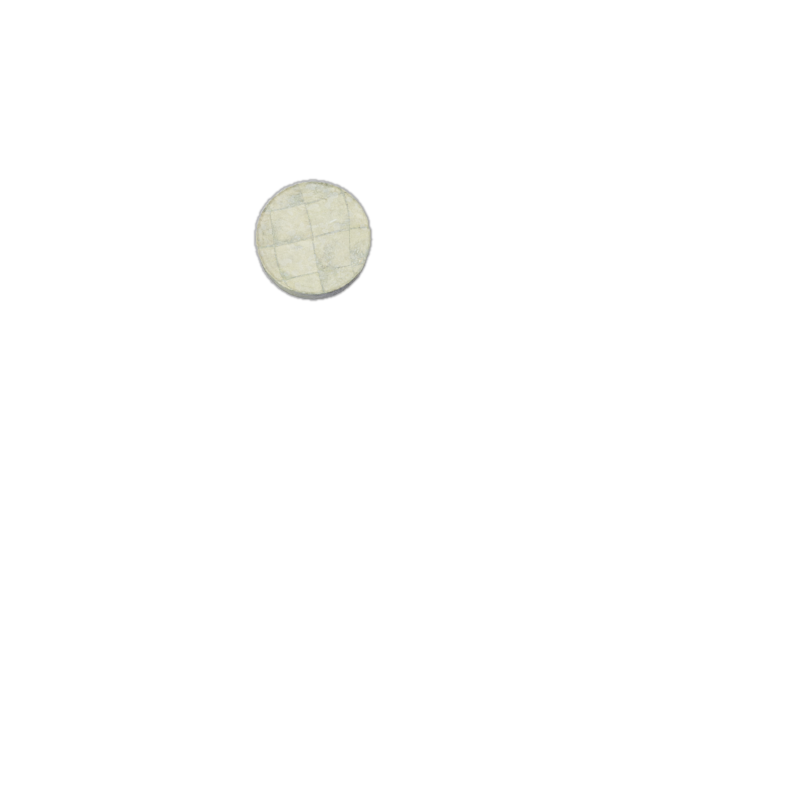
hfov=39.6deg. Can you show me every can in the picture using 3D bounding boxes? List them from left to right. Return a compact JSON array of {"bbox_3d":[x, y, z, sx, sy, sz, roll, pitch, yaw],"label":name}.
[{"bbox_3d":[-0.065,-0.118,0.829,0.086,0.089,0.033,0,-12,-1],"label":"can"}]
